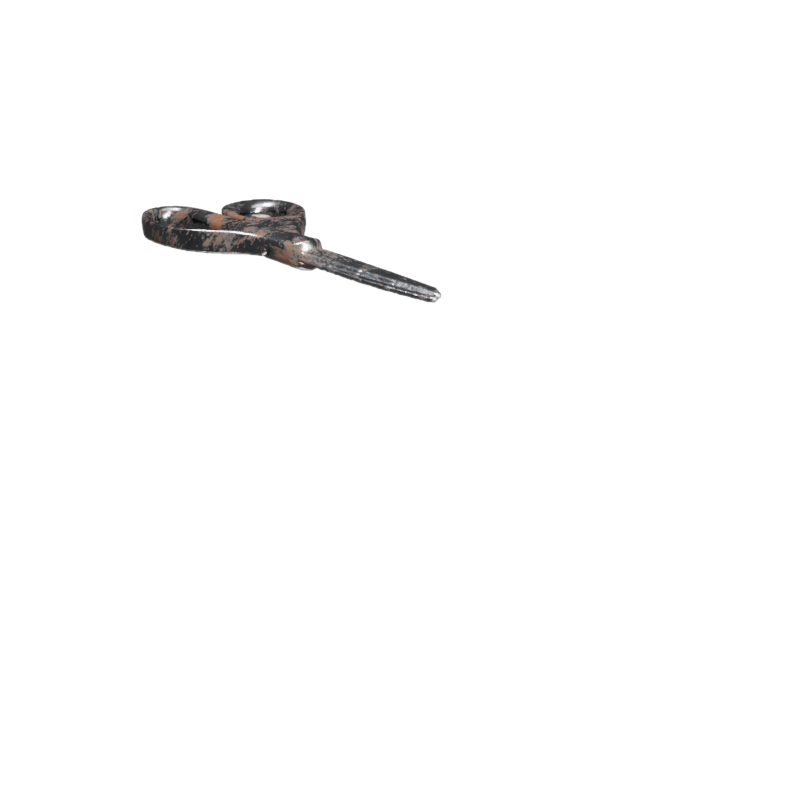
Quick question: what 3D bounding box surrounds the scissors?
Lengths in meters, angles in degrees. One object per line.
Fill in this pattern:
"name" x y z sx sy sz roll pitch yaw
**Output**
"scissors" -0.044 -0.080 0.558 0.212 0.015 0.095 15 26 33
